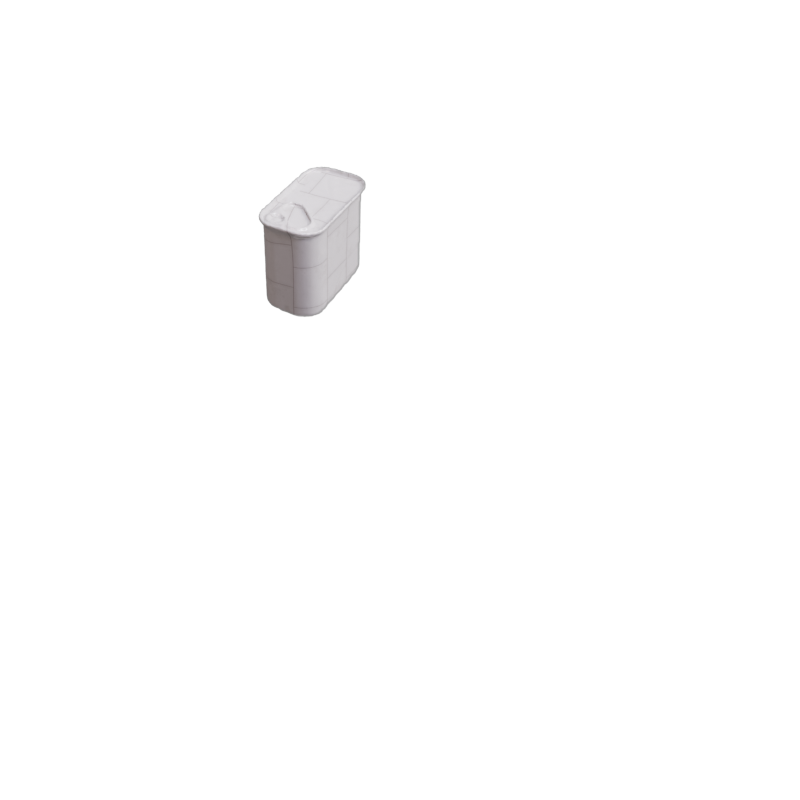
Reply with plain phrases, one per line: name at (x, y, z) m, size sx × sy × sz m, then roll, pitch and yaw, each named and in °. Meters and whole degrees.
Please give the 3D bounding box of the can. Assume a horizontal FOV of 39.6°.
can at (-0.071, -0.130, 0.910) m, size 0.060 × 0.078 × 0.105 m, roll 17°, pitch 41°, yaw 19°
